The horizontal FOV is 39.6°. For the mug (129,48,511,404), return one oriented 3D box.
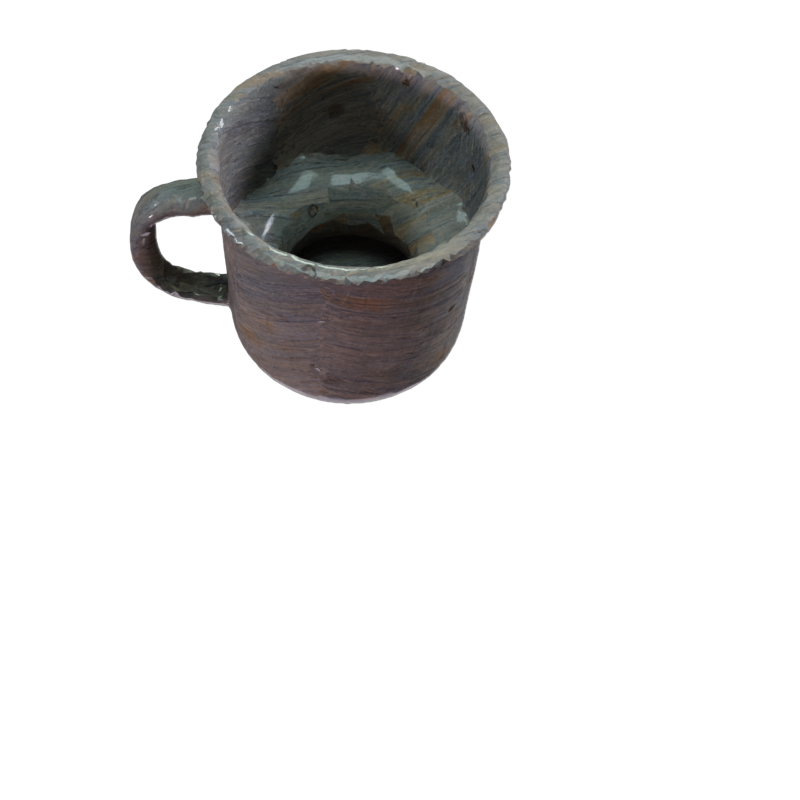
[{"bbox_3d":[-0.028,-0.051,0.358,0.116,0.100,0.076,-5,-34,-5],"label":"mug"}]
